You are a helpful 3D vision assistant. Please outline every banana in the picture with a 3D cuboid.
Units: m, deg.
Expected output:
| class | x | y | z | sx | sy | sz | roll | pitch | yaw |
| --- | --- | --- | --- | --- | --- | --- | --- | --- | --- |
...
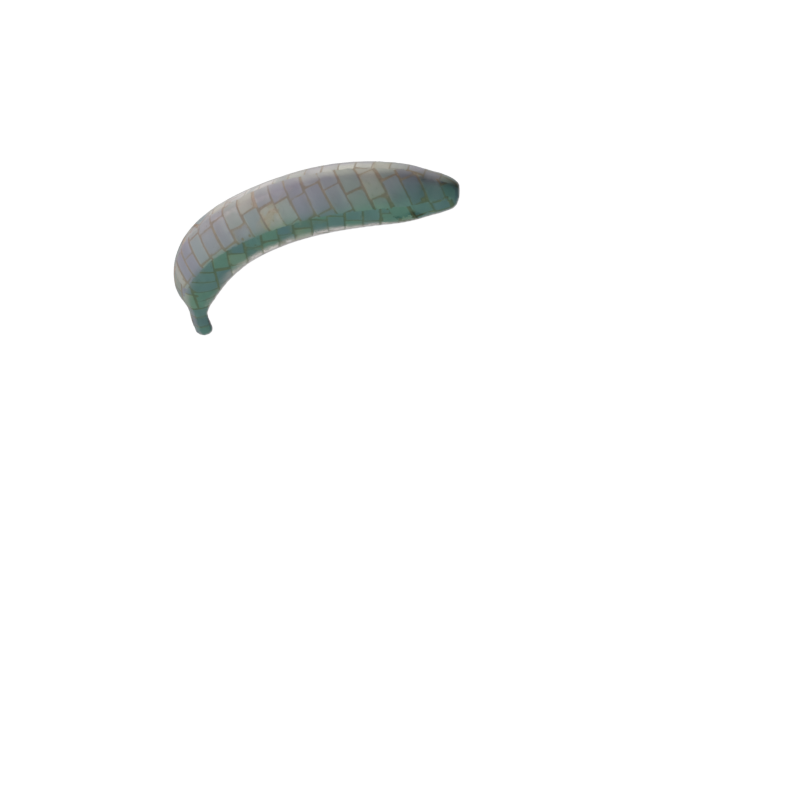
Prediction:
| class | x | y | z | sx | sy | sz | roll | pitch | yaw |
| --- | --- | --- | --- | --- | --- | --- | --- | --- | --- |
| banana | -0.064 | -0.097 | 0.631 | 0.199 | 0.039 | 0.065 | -22 | -38 | 30 |
